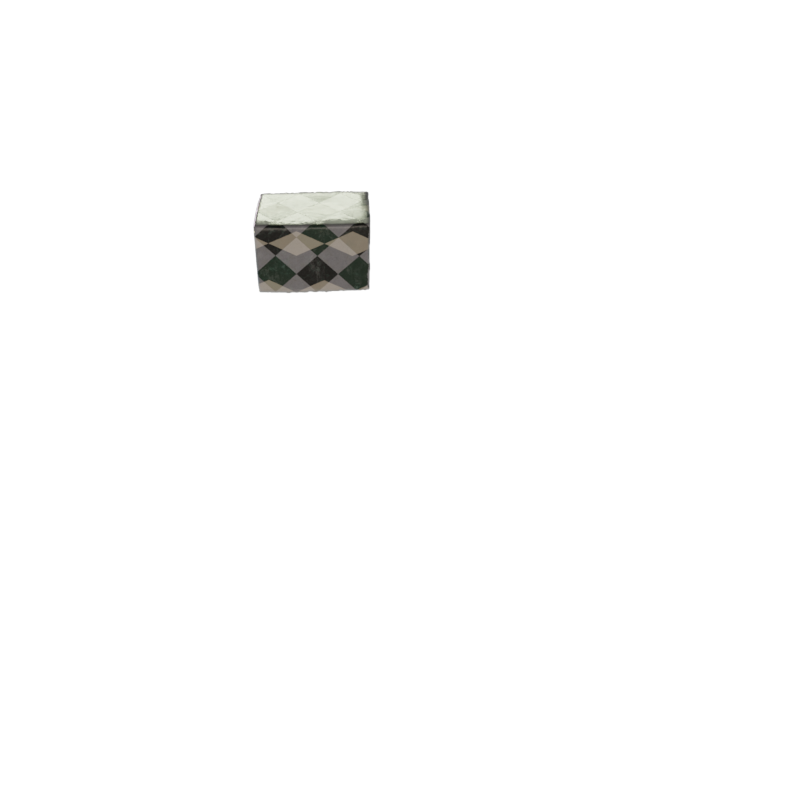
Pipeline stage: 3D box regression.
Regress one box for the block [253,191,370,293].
[{"bbox_3d":[-0.059,-0.108,0.759,0.078,0.050,0.054,-1,32,-1],"label":"block"}]
